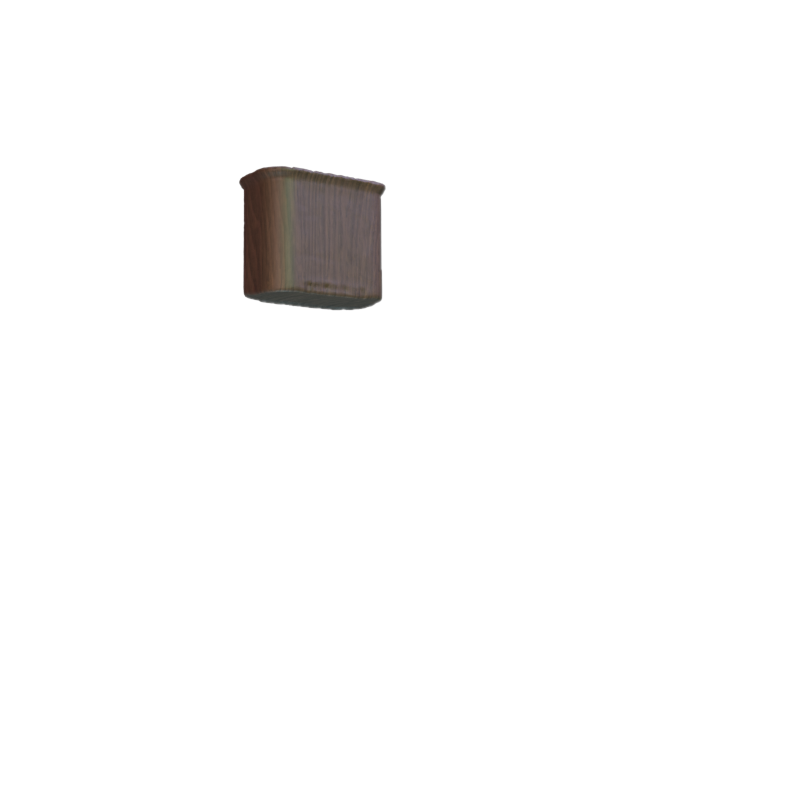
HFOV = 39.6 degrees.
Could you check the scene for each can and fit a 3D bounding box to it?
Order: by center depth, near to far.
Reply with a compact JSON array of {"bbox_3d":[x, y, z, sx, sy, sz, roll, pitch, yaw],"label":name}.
[{"bbox_3d":[-0.060,-0.109,0.763,0.098,0.086,0.058,5,-11,-35],"label":"can"}]
